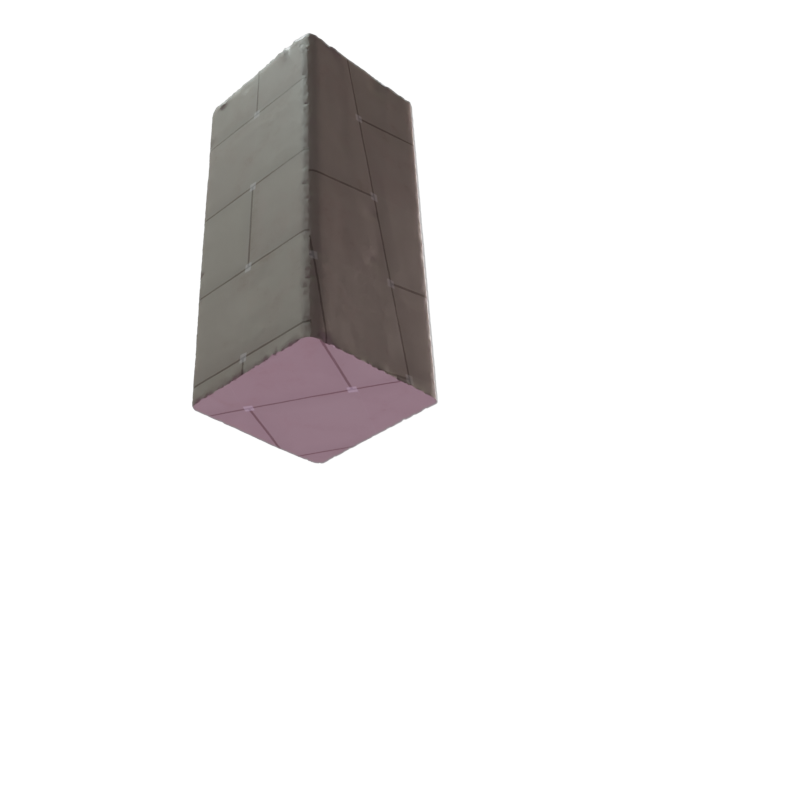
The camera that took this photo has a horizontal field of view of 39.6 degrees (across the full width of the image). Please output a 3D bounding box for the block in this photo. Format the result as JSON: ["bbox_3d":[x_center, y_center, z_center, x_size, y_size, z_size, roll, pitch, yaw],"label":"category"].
[{"bbox_3d":[-0.048,-0.087,0.606,0.085,0.221,0.090,28,-46,-36],"label":"block"}]
